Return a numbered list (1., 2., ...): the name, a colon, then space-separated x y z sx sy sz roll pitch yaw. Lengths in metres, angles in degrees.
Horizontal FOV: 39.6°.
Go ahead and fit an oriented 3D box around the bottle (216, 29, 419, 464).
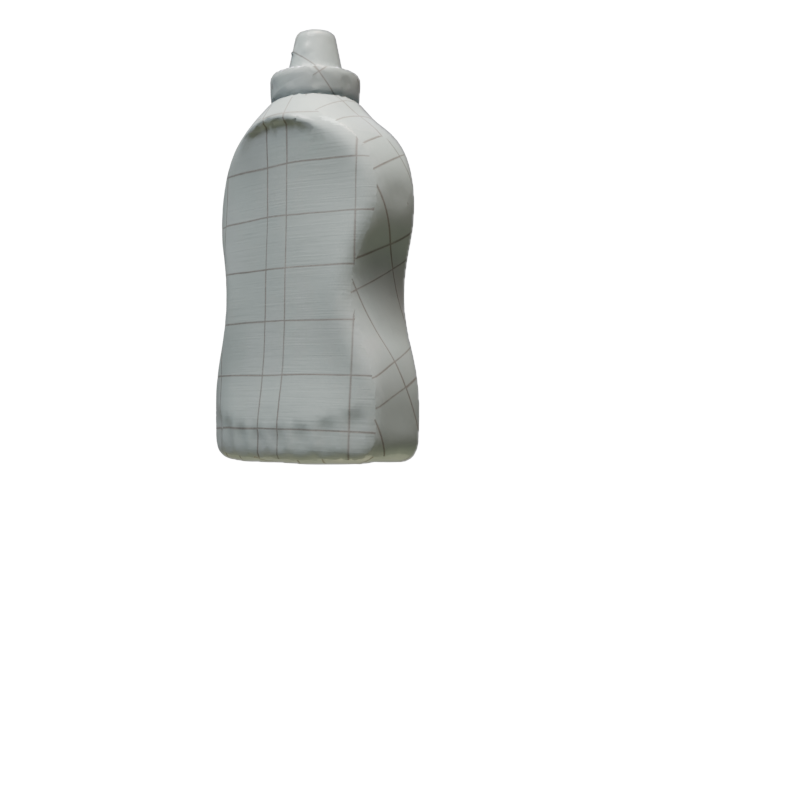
1. bottle: -0.038 -0.070 0.492 0.099 0.195 0.056 -7 -10 42
